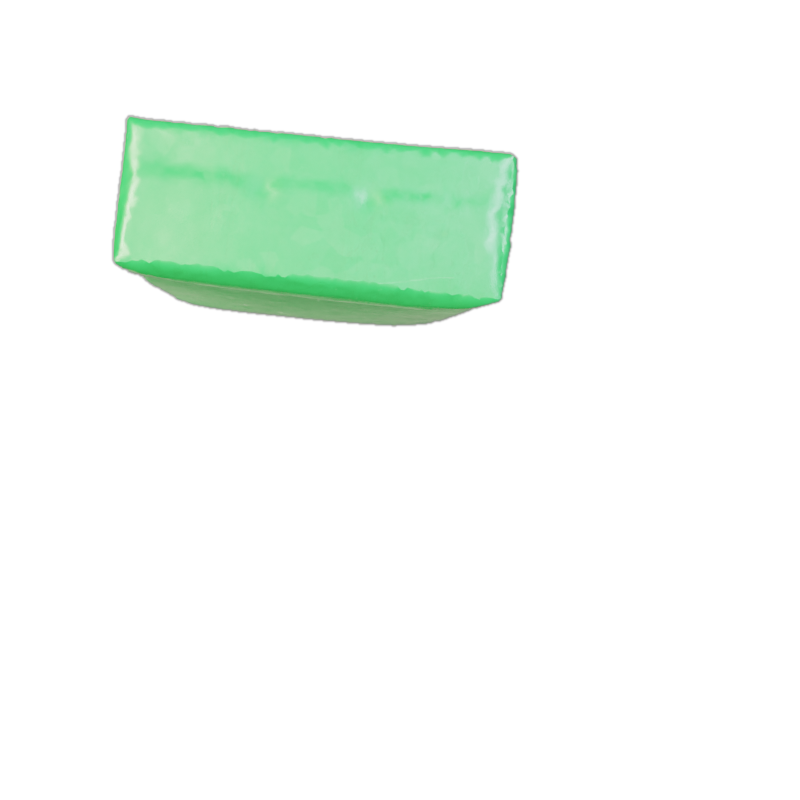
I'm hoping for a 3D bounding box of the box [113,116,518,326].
[{"bbox_3d":[-0.043,-0.079,0.555,0.164,0.072,0.213,5,1,-3],"label":"box"}]
